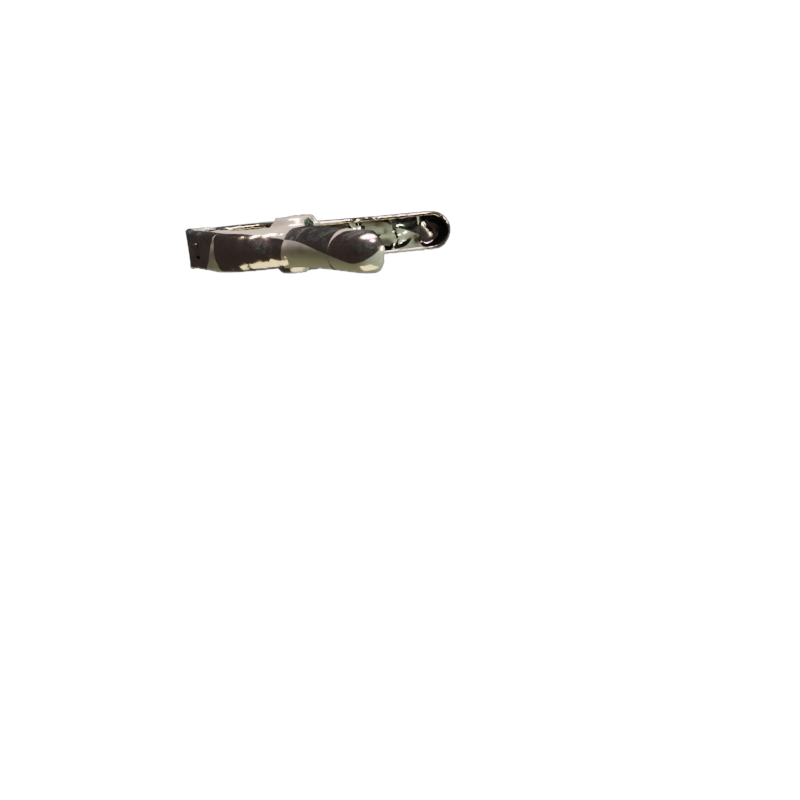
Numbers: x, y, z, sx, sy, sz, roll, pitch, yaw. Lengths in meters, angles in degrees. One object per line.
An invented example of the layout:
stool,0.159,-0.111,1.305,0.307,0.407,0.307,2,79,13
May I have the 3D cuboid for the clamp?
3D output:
clamp,-0.056,-0.102,0.712,0.179,0.039,0.117,7,12,33
